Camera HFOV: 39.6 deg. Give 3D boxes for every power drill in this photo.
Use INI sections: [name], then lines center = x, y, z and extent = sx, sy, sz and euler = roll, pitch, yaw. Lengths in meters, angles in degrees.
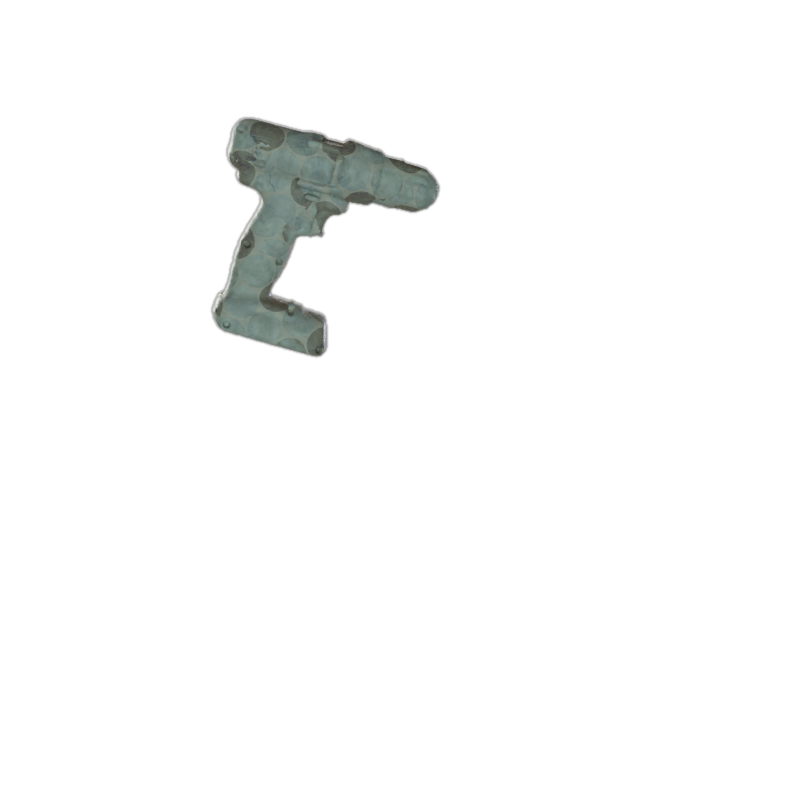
[power drill]
center = -0.075, -0.137, 0.961
extent = 0.183, 0.184, 0.059
euler = 16, 10, -3
